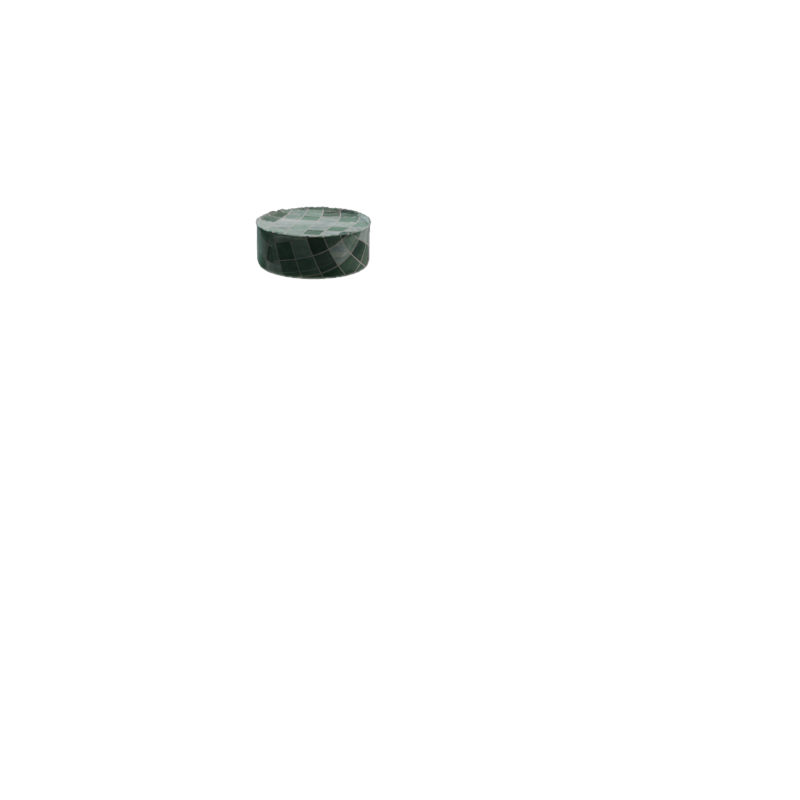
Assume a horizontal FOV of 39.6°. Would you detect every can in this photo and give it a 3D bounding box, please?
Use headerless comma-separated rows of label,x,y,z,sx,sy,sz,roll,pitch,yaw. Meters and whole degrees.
can,-0.065,-0.118,0.828,0.086,0.032,0.090,-1,22,-2
